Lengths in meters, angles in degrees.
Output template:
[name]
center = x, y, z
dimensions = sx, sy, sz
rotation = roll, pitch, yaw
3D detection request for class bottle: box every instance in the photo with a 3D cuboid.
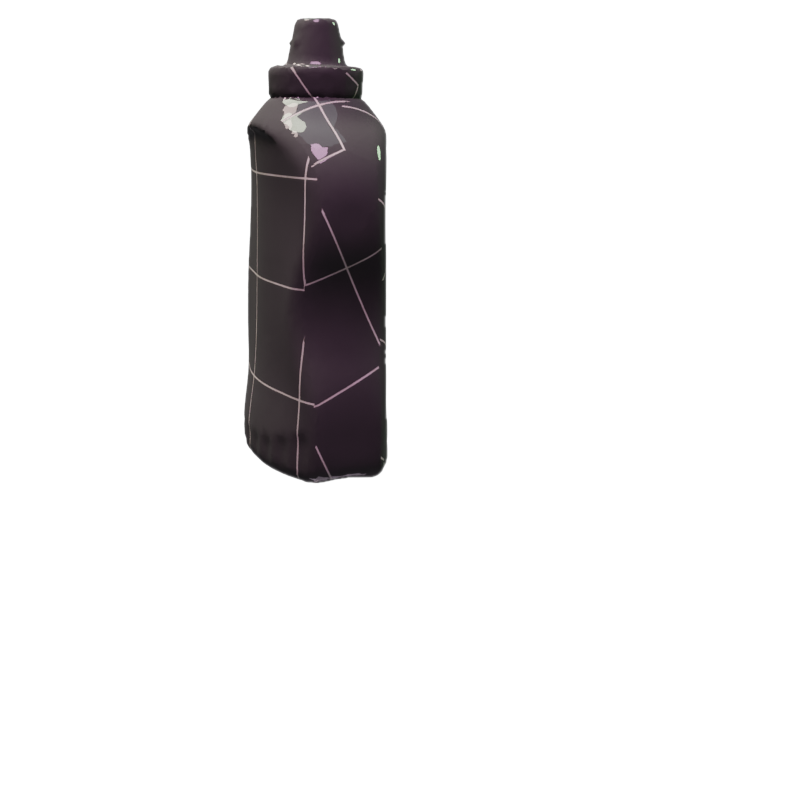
[bottle]
center = -0.038, -0.069, 0.486
dimensions = 0.057, 0.188, 0.100
rotation = -2, 9, -19
